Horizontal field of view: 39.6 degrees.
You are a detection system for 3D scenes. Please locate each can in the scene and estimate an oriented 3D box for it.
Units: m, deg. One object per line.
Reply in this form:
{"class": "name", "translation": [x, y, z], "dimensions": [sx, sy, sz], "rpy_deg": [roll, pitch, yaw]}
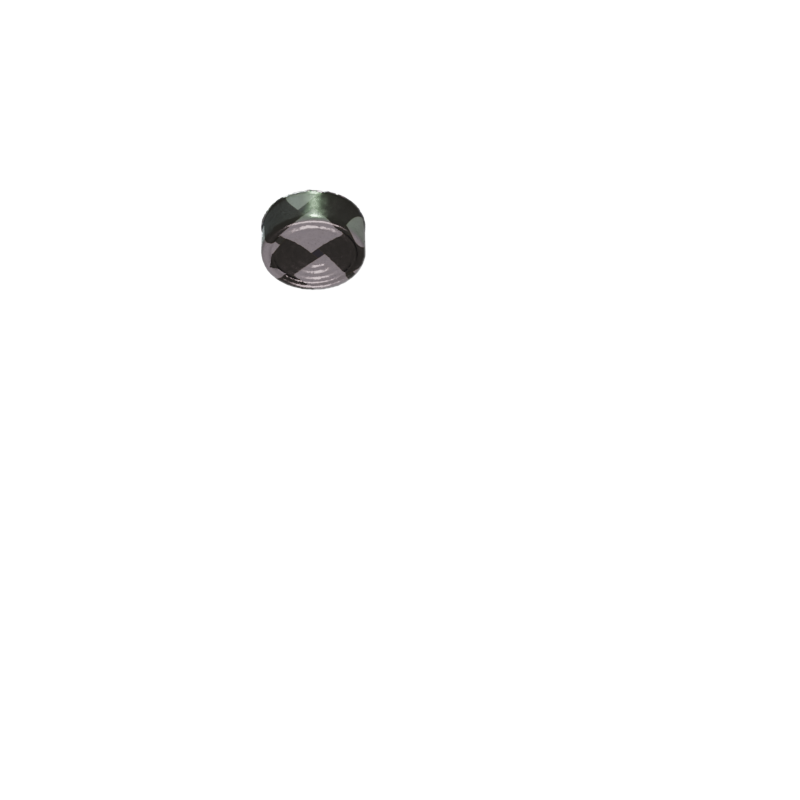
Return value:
{"class": "can", "translation": [-0.070, -0.128, 0.900], "dimensions": [0.086, 0.036, 0.080], "rpy_deg": [1, -40, -2]}
